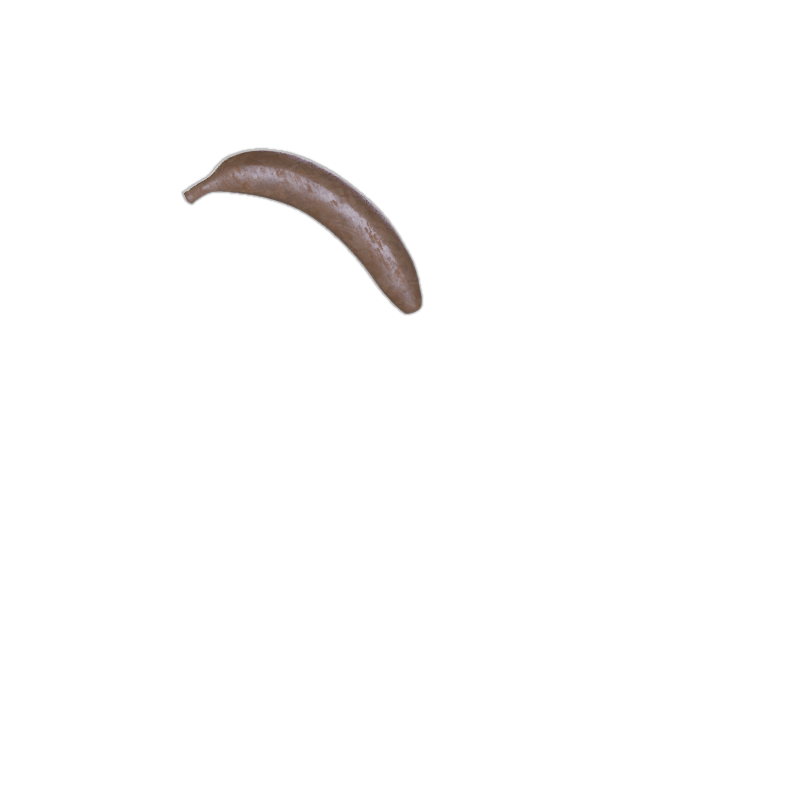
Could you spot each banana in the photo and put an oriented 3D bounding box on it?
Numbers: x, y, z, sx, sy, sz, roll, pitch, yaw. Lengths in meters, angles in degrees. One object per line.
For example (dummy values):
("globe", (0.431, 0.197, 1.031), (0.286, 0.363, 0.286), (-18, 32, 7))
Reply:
("banana", (-0.060, -0.137, 0.831), (0.196, 0.069, 0.038), (27, 9, -4))
